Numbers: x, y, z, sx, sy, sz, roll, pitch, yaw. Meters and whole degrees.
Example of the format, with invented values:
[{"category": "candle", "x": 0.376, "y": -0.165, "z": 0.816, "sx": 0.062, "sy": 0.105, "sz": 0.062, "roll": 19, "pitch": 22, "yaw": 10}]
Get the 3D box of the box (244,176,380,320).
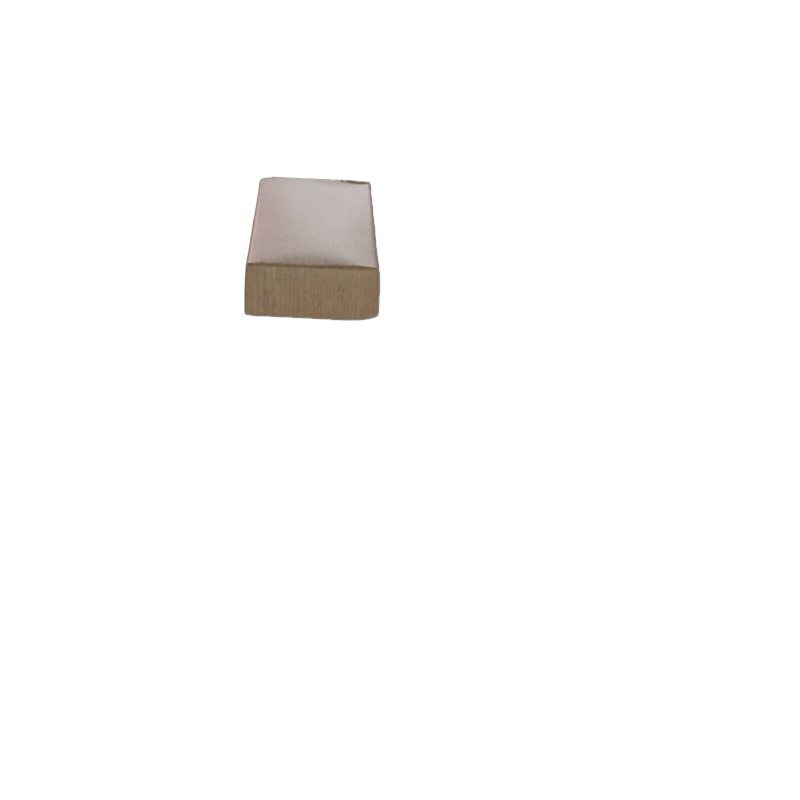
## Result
[{"category": "box", "x": -0.065, "y": -0.118, "z": 0.827, "sx": 0.093, "sy": 0.045, "sz": 0.187, "roll": 1, "pitch": 31, "yaw": -4}]
